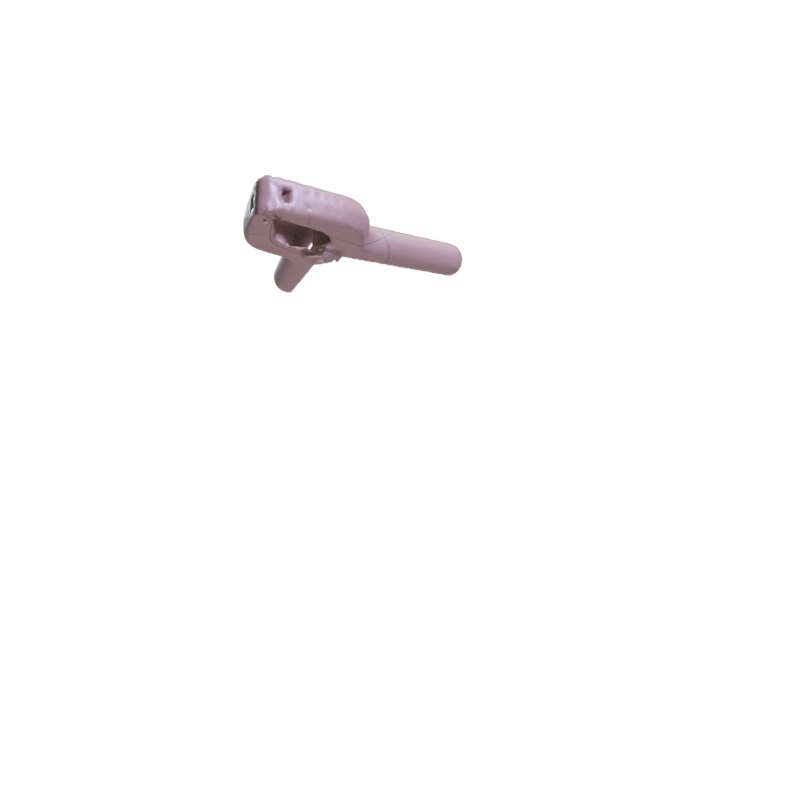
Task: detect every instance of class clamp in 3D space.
[{"bbox_3d":[-0.067,-0.122,0.855,0.168,0.038,0.198,-6,-13,29],"label":"clamp"}]
